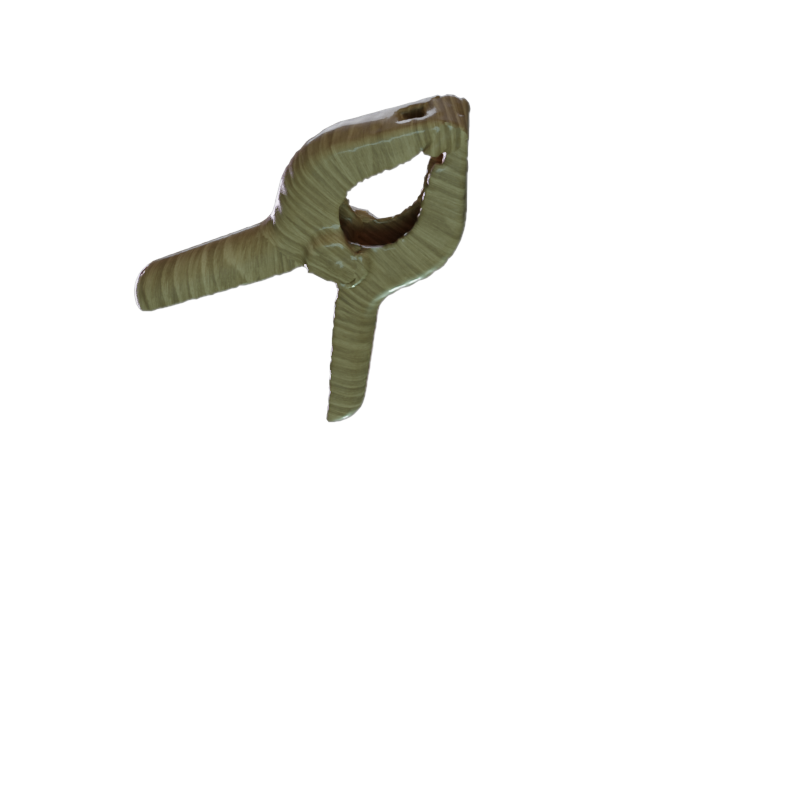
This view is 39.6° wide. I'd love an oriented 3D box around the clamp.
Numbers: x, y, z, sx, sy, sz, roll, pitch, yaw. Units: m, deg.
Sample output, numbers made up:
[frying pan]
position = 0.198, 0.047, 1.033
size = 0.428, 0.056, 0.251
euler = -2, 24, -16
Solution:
[clamp]
position = -0.037, -0.068, 0.477
size = 0.116, 0.165, 0.042
euler = 23, 34, -17
